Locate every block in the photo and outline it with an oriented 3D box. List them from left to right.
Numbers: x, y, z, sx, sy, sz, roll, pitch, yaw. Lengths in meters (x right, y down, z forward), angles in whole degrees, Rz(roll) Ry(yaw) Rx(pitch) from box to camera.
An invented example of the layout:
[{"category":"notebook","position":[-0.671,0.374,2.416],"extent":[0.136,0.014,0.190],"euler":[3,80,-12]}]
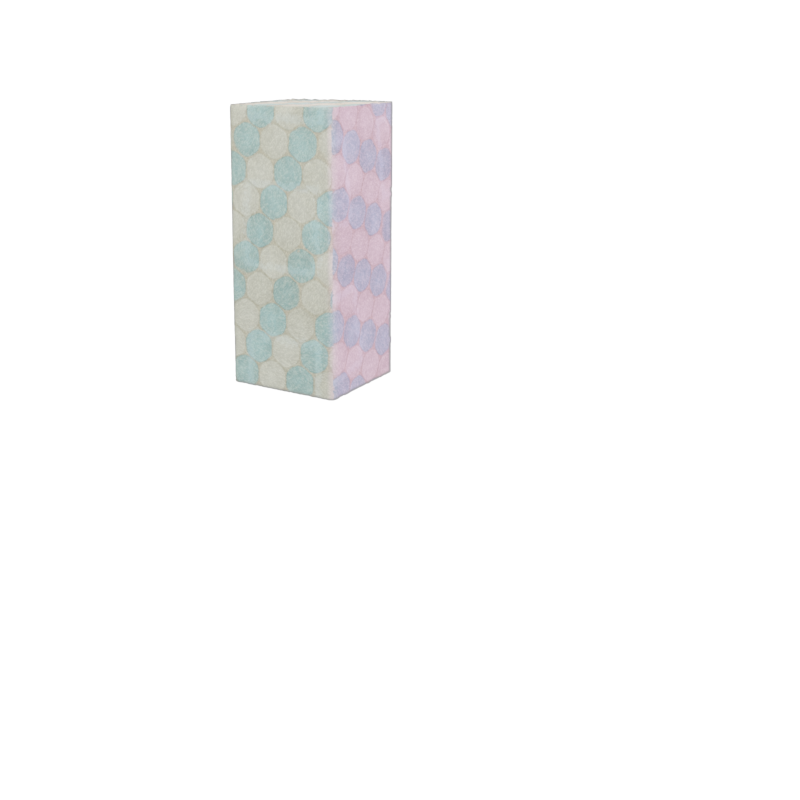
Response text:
[{"category":"block","position":[-0.065,-0.117,0.821],"extent":[0.094,0.201,0.089],"euler":[8,14,29]}]
